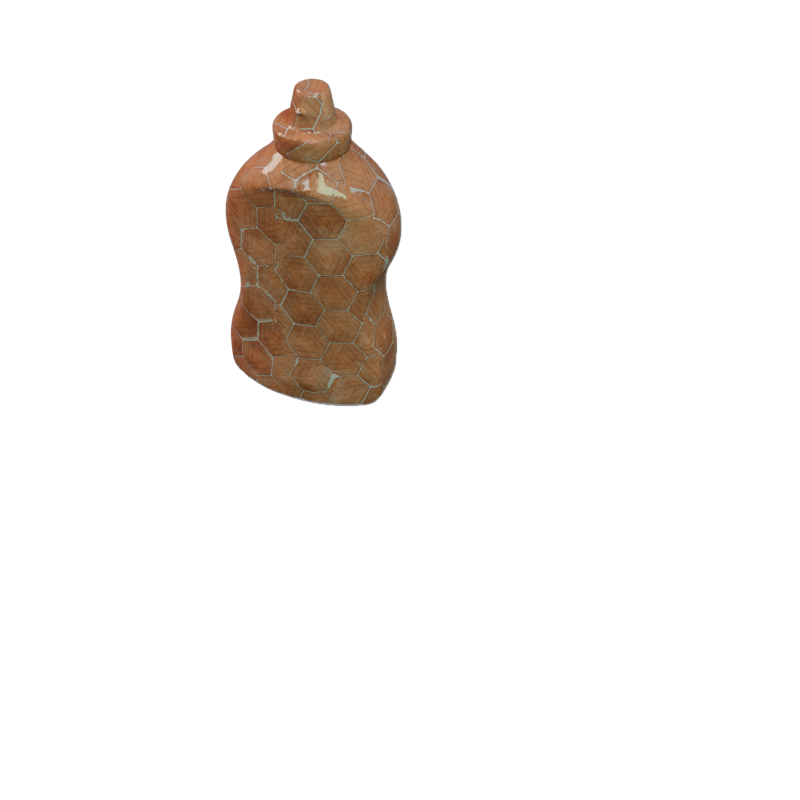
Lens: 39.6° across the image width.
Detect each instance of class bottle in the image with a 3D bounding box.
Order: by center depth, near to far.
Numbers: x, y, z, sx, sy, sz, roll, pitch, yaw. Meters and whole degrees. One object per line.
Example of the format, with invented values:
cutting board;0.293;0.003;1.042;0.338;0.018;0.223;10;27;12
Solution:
bottle;-0.048;-0.087;0.608;0.099;0.179;0.060;17;40;17
